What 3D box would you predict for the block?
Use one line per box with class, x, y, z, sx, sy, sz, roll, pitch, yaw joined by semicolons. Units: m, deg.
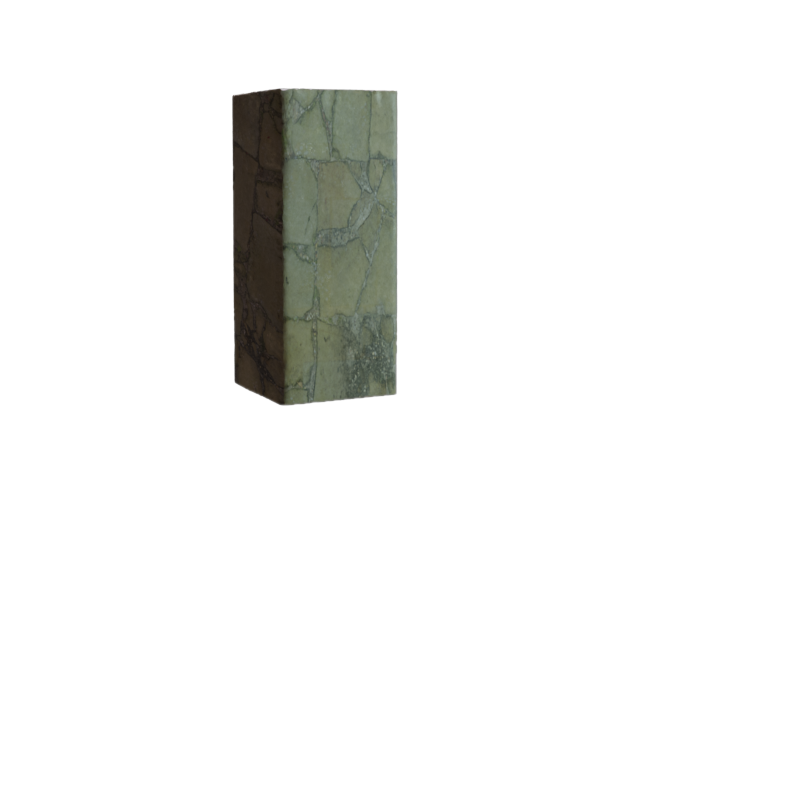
block;-0.060;-0.110;0.769;0.088;0.204;0.094;-2;6;-27
